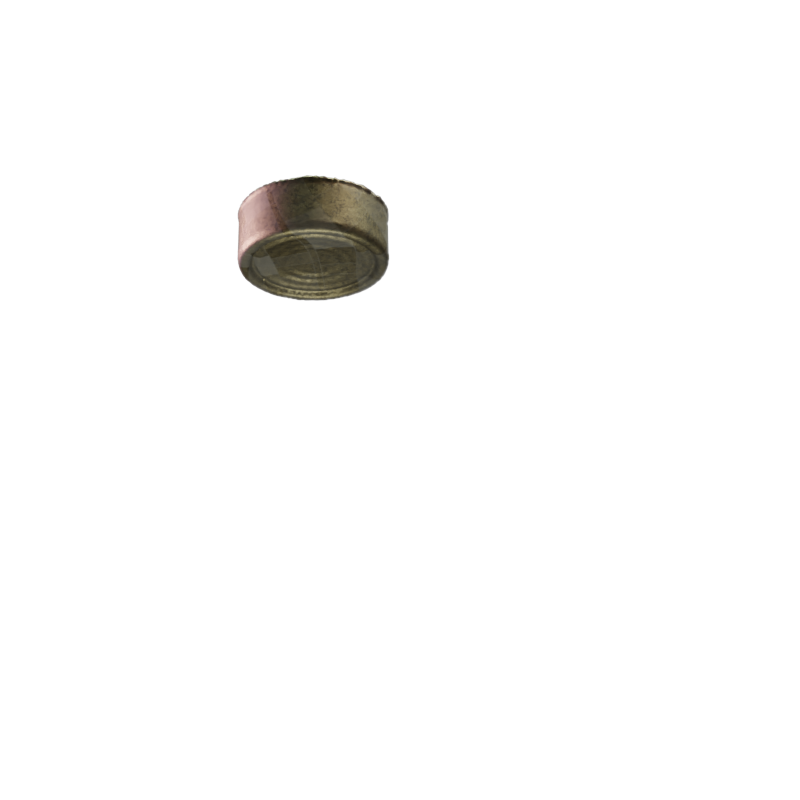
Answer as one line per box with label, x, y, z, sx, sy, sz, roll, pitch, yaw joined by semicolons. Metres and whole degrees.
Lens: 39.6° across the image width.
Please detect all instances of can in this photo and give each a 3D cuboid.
can;-0.049;-0.089;0.622;0.086;0.036;0.081;1;-24;-2
